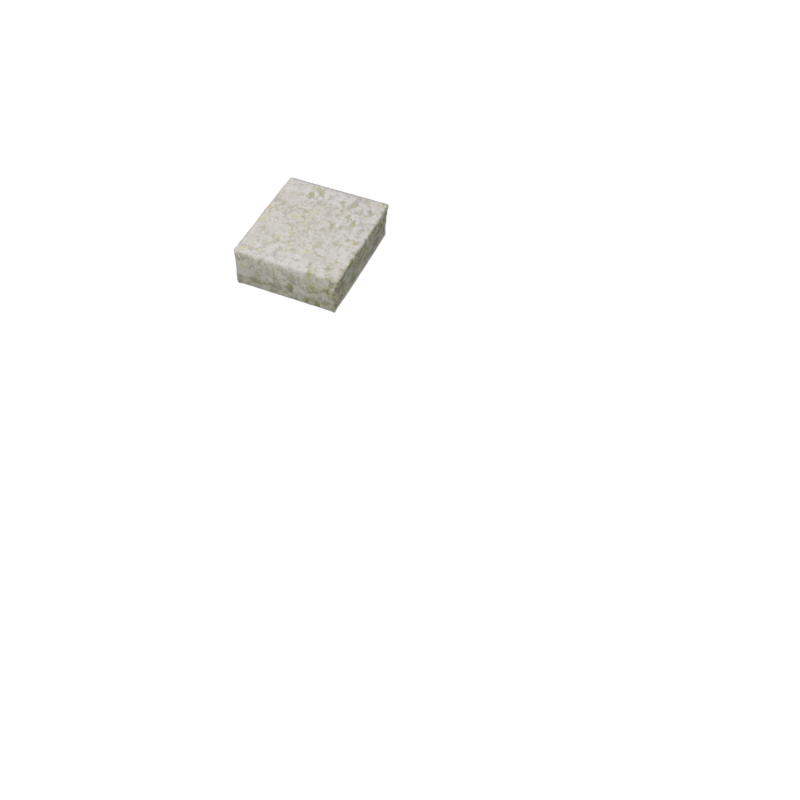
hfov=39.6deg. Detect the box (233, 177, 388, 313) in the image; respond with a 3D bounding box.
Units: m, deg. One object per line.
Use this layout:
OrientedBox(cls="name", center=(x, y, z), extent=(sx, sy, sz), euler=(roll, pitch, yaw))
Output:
OrientedBox(cls="box", center=(-0.071, -0.128, 0.899), extent=(0.093, 0.036, 0.118), euler=(16, 47, 15))
